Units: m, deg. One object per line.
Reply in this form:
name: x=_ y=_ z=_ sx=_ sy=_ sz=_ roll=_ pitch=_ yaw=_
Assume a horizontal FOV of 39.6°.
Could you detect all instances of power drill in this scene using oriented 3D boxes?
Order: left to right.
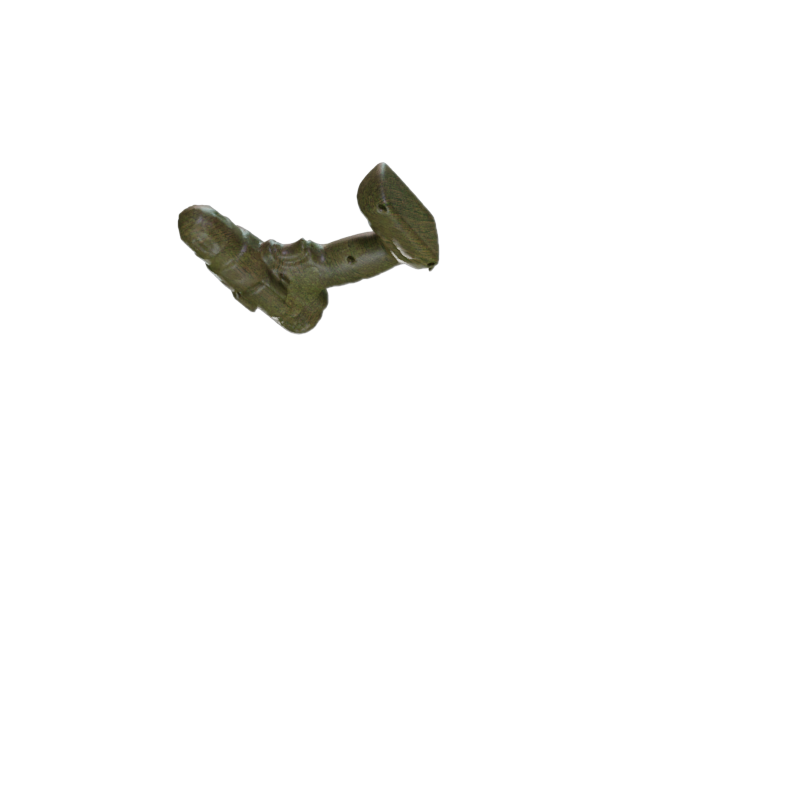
power drill: x=-0.075 y=-0.138 z=0.964 sx=0.189 sy=0.061 sz=0.171 roll=-19 pitch=-36 yaw=27
